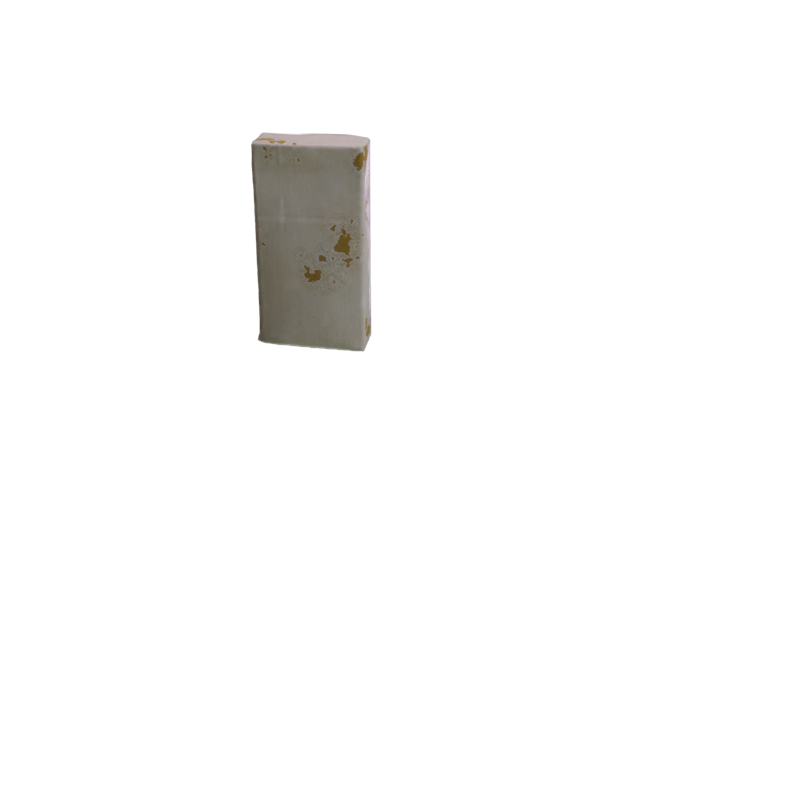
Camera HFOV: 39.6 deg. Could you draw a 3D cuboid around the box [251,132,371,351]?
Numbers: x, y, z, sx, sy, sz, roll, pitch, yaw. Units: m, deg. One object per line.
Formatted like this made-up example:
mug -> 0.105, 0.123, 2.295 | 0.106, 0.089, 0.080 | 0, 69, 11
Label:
box -> -0.071, -0.131, 0.914 | 0.095, 0.169, 0.049 | 5, 18, 10
